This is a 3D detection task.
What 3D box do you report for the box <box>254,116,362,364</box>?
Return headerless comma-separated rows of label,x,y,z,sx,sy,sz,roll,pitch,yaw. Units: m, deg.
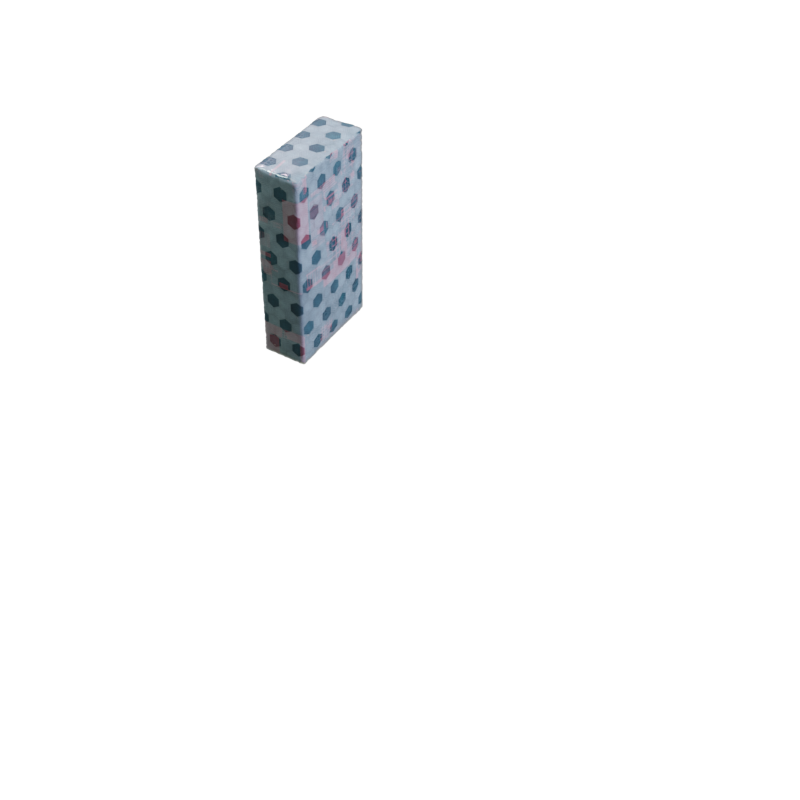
box,-0.069,-0.125,0.878,0.050,0.164,0.095,23,45,21
